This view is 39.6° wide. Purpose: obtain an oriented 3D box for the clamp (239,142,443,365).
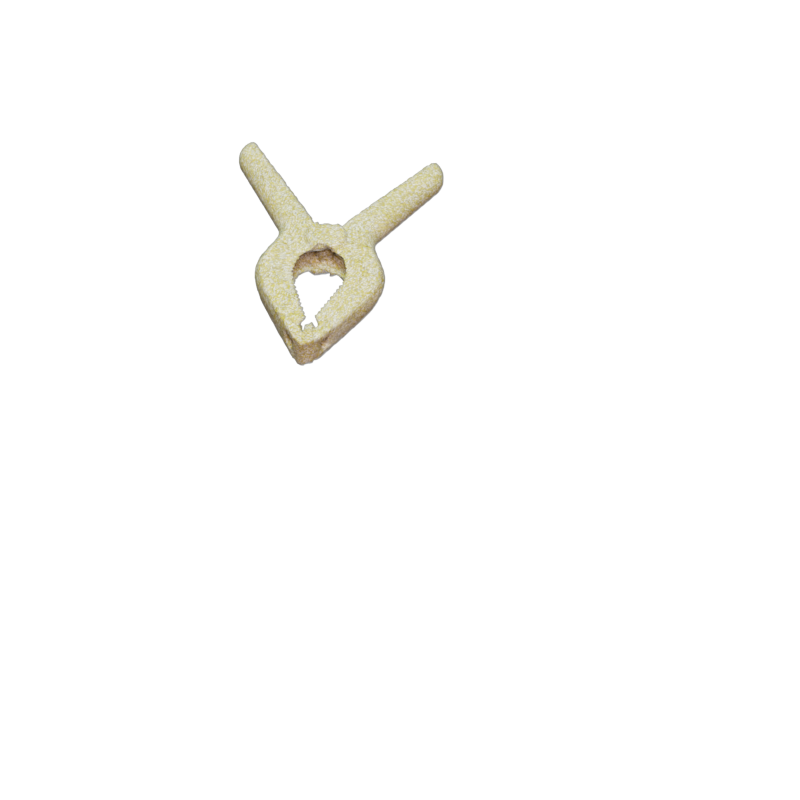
[{"bbox_3d":[-0.065,-0.119,0.836,0.167,0.222,0.034,10,-39,8],"label":"clamp"}]
